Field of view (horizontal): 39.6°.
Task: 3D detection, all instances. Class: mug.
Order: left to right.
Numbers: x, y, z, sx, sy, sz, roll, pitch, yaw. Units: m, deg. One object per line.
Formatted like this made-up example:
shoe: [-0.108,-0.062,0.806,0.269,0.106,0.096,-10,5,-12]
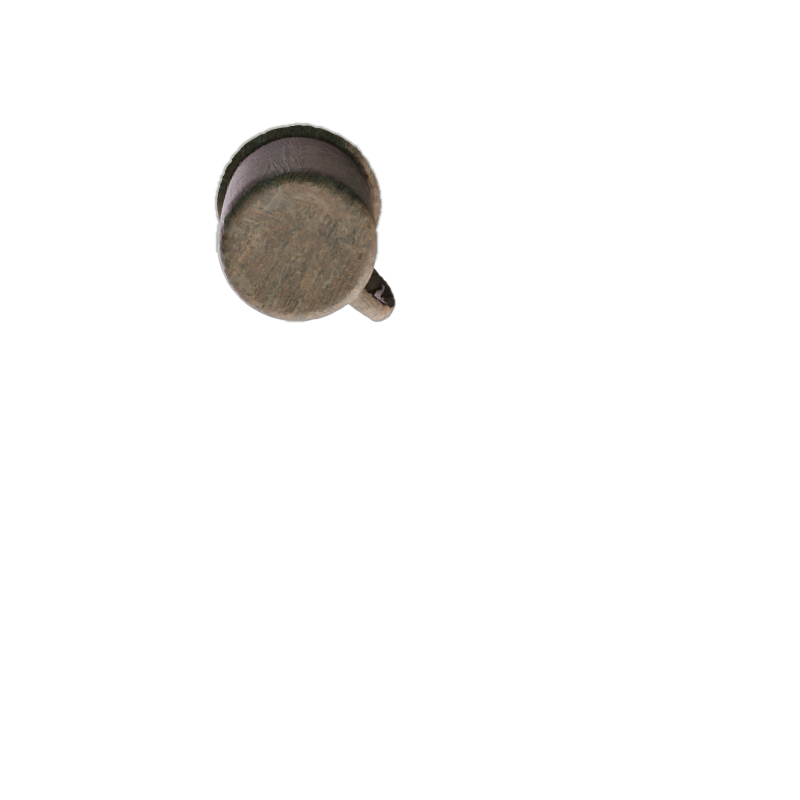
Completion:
mug: [-0.046,-0.085,0.593,0.092,0.113,0.085,-40,17,13]
